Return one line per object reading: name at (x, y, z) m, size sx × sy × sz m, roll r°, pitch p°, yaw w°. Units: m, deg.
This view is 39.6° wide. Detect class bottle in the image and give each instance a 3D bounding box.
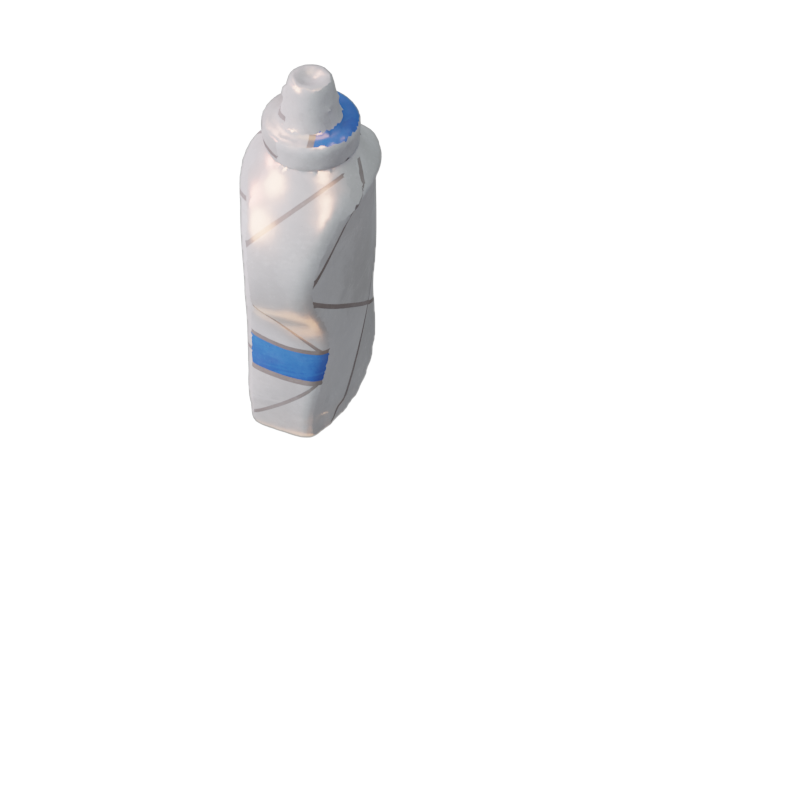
bottle at (-0.040, -0.072, 0.507) m, size 0.060 × 0.100 × 0.179 m, roll 17°, pitch -37°, yaw 9°
